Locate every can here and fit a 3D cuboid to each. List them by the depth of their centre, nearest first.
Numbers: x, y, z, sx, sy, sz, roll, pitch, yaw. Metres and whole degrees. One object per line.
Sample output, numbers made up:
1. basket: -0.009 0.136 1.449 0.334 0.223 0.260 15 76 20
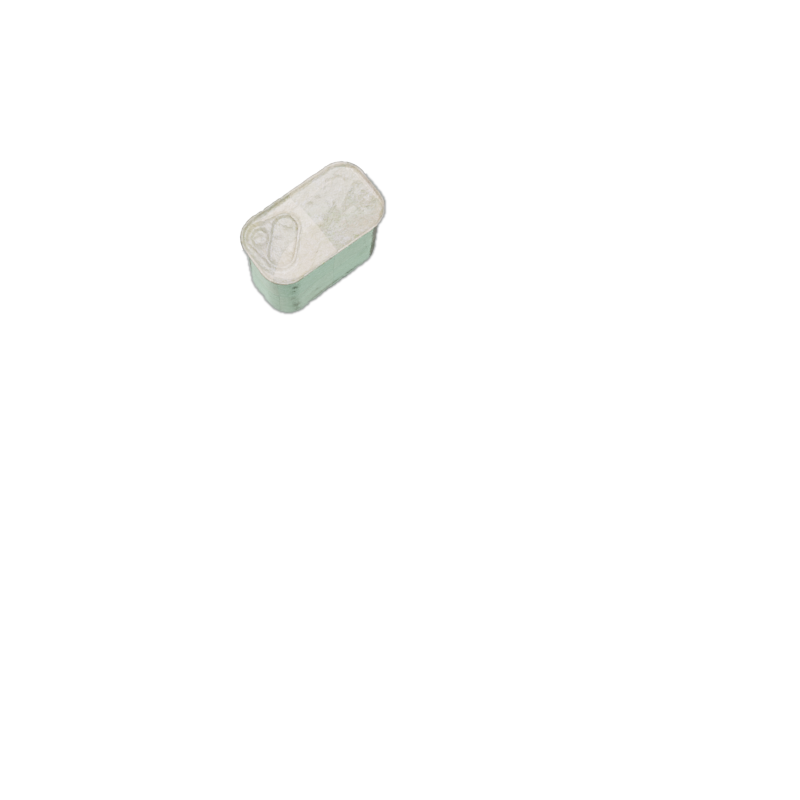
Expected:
1. can: -0.063 -0.115 0.804 0.102 0.060 0.081 -37 -10 -11
